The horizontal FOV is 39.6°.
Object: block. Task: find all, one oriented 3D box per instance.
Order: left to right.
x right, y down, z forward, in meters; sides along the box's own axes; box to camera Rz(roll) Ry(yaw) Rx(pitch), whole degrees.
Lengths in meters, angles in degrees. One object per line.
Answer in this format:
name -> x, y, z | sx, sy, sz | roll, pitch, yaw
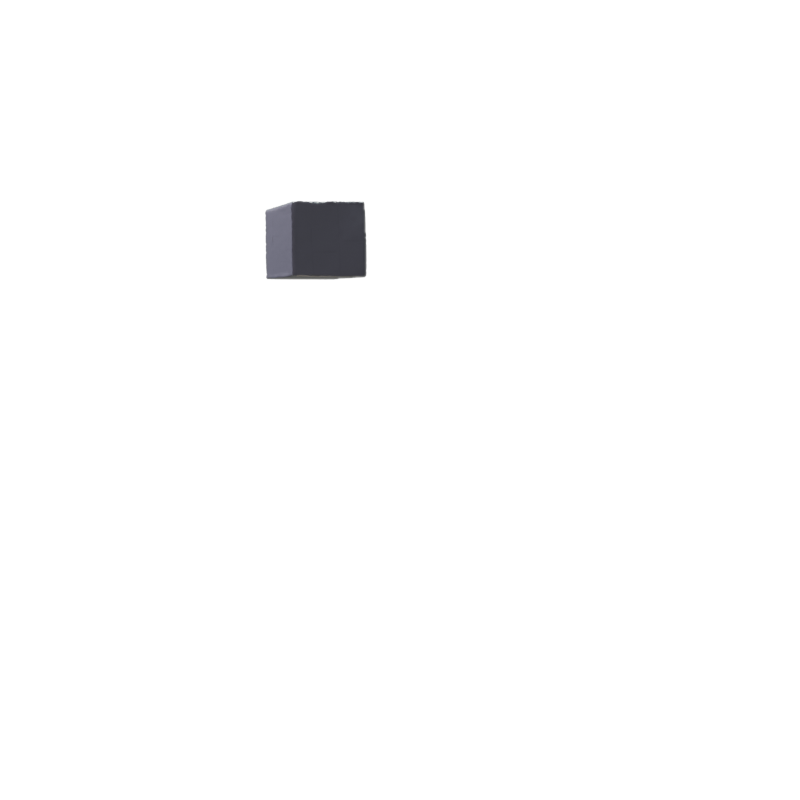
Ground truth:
block -> -0.060, -0.110, 0.770 | 0.051, 0.051, 0.080 | 0, 3, -20
